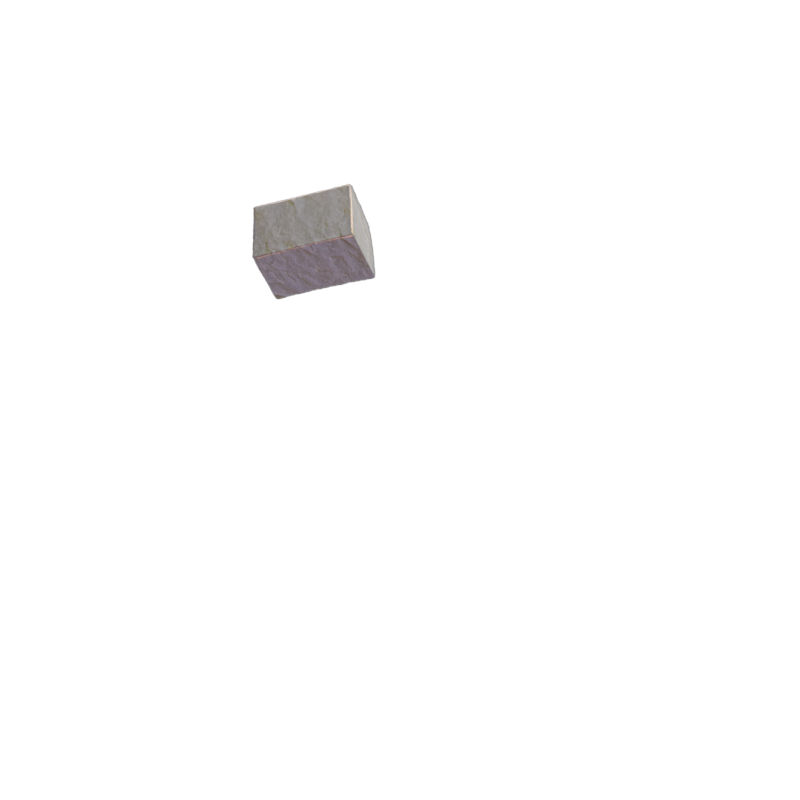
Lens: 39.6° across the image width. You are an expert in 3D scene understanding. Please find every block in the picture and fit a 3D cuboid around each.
[{"bbox_3d":[-0.063,-0.115,0.805,0.079,0.055,0.049,-11,-38,13],"label":"block"}]
